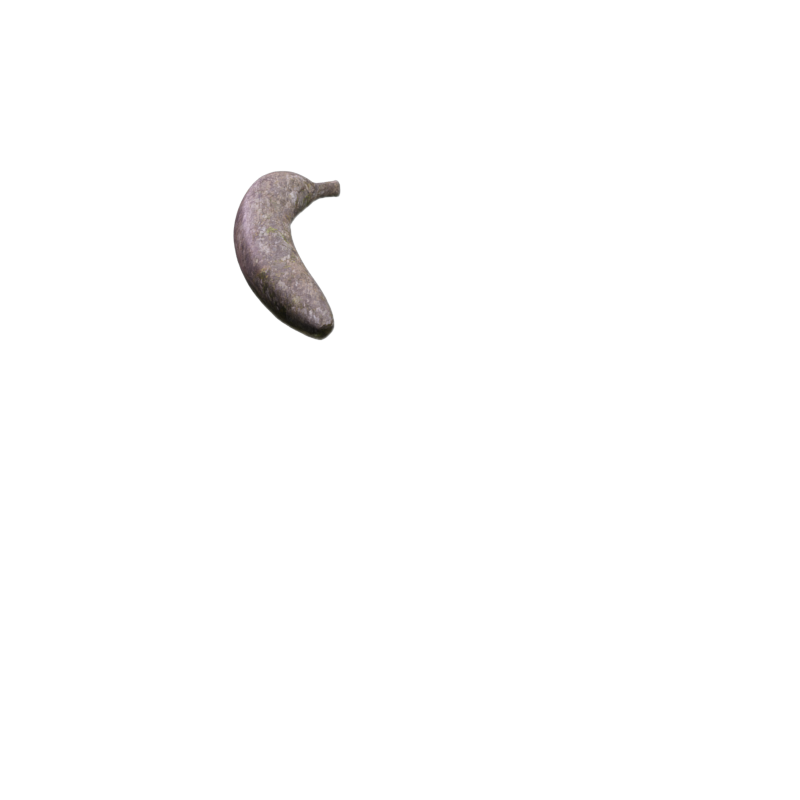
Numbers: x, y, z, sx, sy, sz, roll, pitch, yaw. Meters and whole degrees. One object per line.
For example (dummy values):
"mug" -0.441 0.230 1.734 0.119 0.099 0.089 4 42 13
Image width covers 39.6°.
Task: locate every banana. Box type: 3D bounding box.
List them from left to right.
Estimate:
"banana" -0.075 -0.105 0.720 0.070 0.034 0.211 0 36 -1
